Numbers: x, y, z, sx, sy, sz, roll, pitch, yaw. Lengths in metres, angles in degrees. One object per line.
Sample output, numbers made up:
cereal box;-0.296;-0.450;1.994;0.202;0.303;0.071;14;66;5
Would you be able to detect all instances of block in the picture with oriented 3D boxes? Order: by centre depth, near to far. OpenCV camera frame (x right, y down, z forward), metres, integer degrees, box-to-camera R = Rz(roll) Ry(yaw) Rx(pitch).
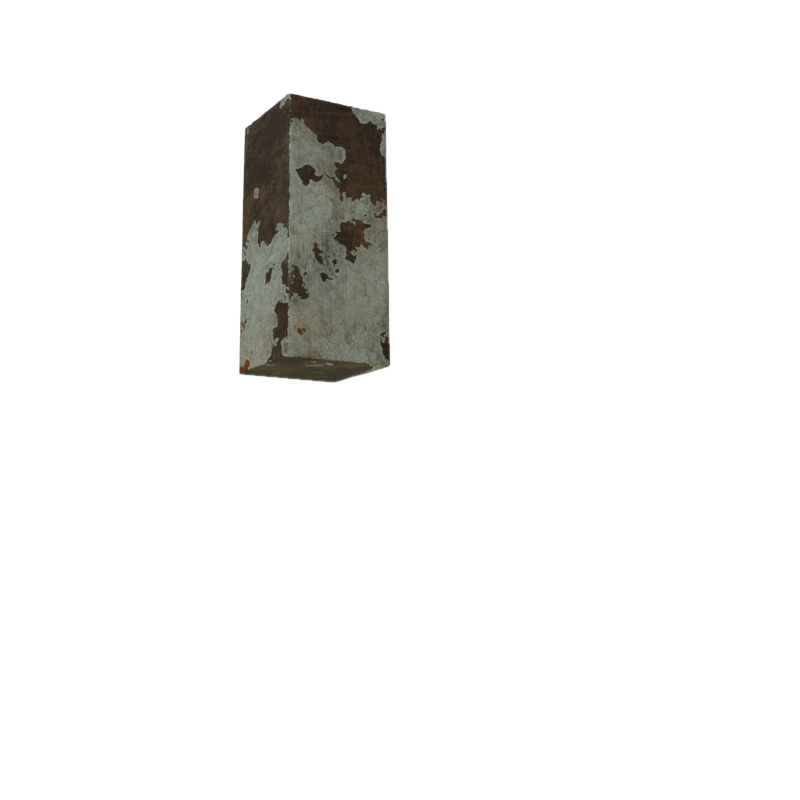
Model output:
block;-0.069;-0.126;0.881;0.087;0.214;0.090;8;-17;-29
